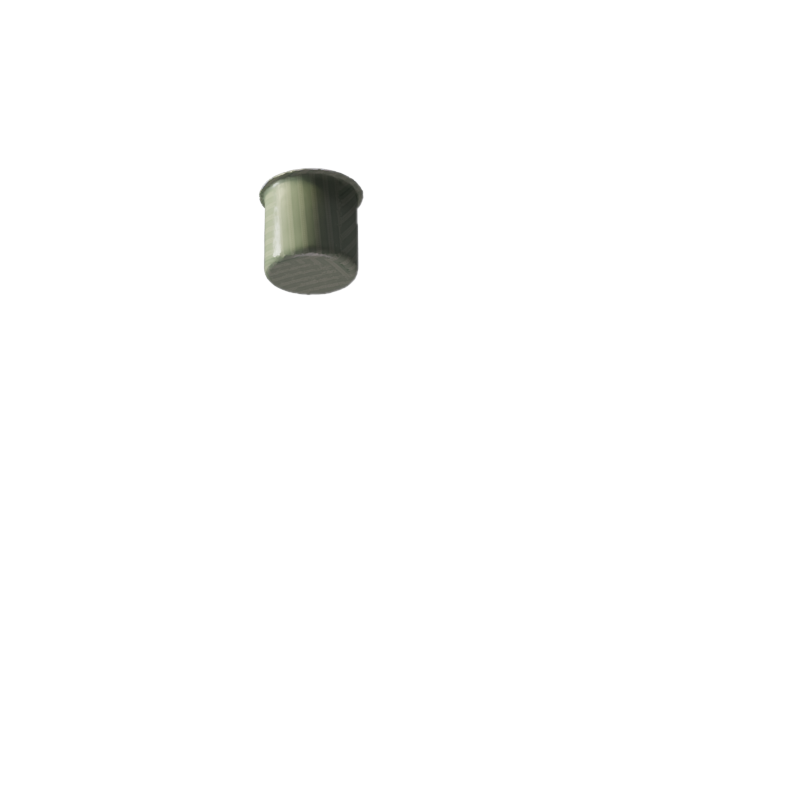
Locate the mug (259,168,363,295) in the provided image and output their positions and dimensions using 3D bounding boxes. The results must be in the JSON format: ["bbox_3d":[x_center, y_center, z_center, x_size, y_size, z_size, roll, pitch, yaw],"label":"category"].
[{"bbox_3d":[-0.077,-0.140,0.979,0.094,0.086,0.110,-3,-24,5],"label":"mug"}]
